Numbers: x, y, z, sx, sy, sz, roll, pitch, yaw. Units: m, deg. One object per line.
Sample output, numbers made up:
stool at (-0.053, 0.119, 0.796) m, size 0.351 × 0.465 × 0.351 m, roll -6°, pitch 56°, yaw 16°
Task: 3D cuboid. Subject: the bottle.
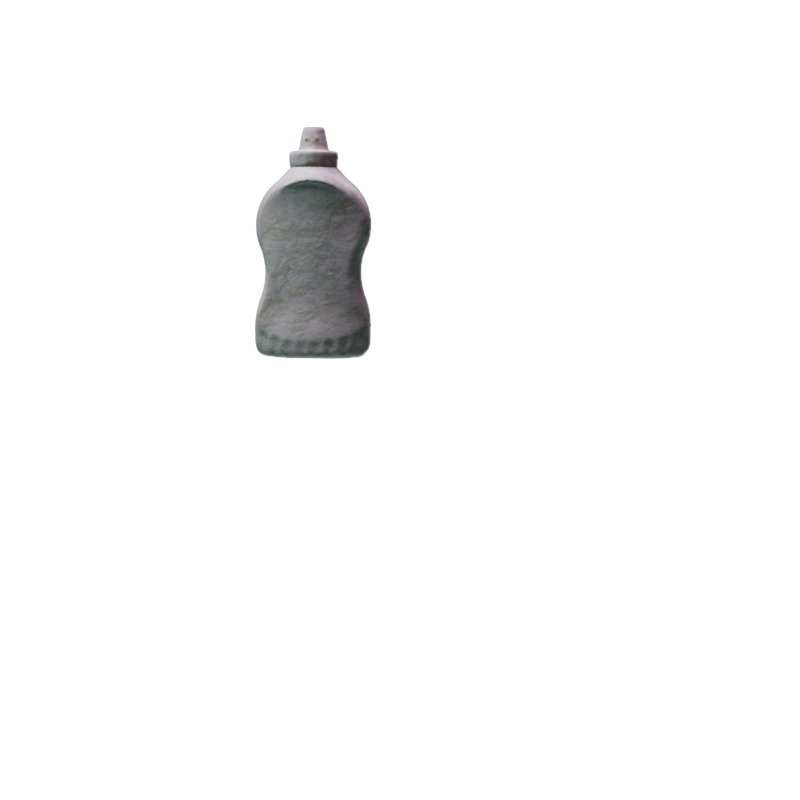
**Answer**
bottle at (-0.073, -0.133, 0.933) m, size 0.097 × 0.191 × 0.058 m, roll 1°, pitch 3°, yaw 8°
